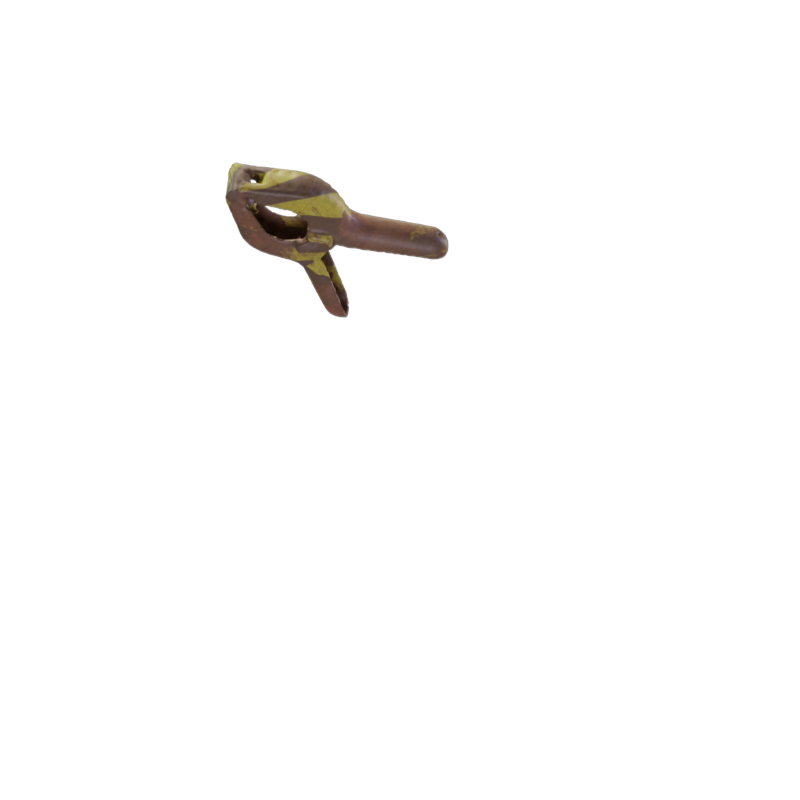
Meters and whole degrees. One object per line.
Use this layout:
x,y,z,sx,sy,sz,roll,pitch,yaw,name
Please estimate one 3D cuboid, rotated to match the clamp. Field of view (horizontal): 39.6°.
-0.064,-0.117,0.818,0.163,0.042,0.117,25,-48,-25,clamp
